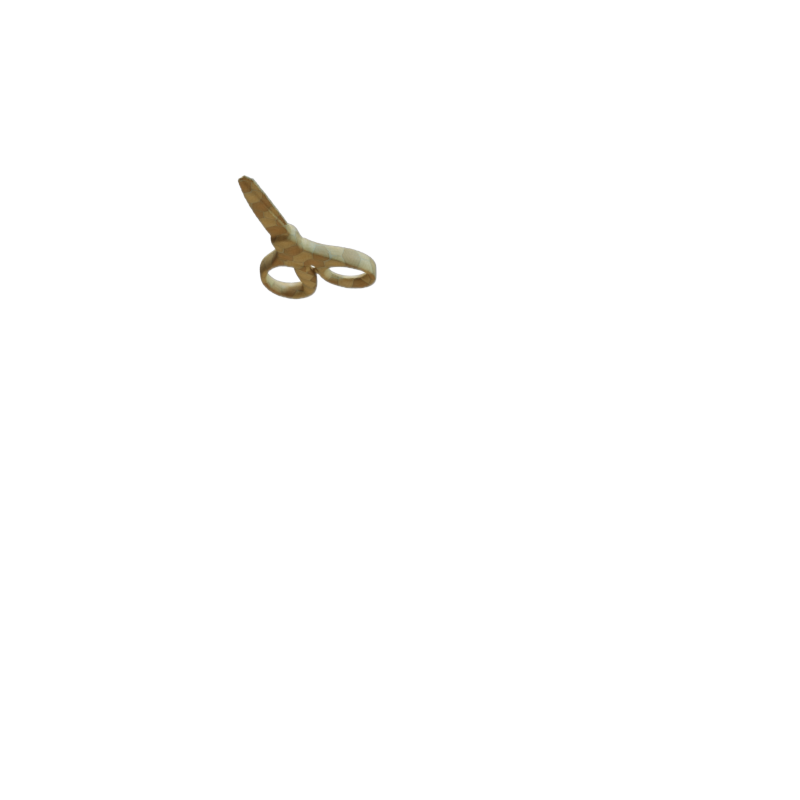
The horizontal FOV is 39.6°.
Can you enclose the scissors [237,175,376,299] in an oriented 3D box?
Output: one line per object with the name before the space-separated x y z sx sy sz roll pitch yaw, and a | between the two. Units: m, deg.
scissors | -0.060 -0.110 0.769 0.096 0.016 0.194 1 -15 -4
